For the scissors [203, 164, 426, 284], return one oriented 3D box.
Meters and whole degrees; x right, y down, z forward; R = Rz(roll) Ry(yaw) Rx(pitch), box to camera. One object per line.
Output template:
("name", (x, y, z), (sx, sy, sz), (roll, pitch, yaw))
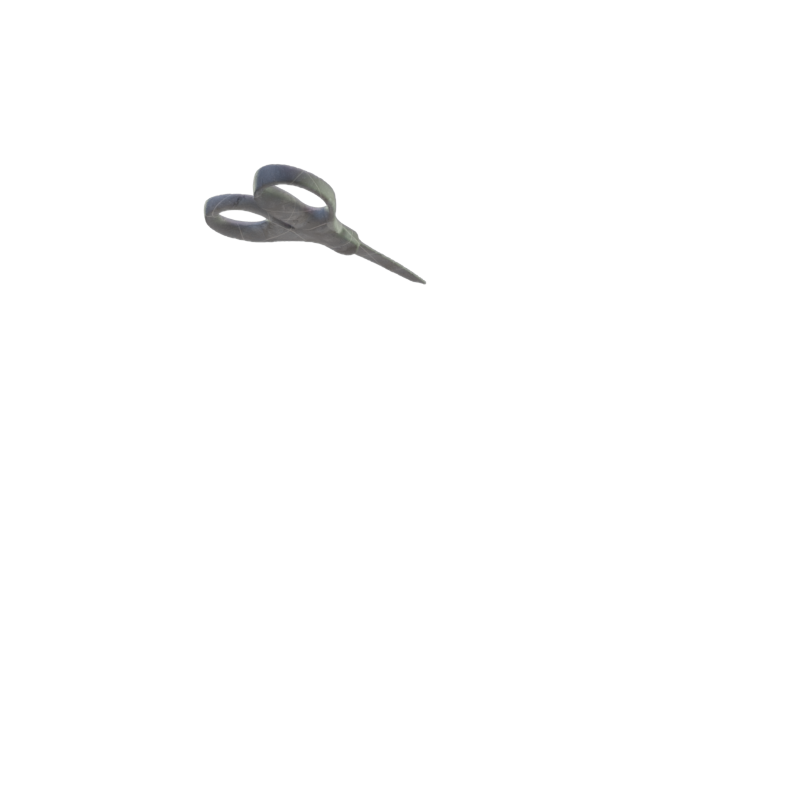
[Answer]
("scissors", (-0.059, -0.108, 0.757), (0.098, 0.017, 0.188), (-7, -19, 20))
